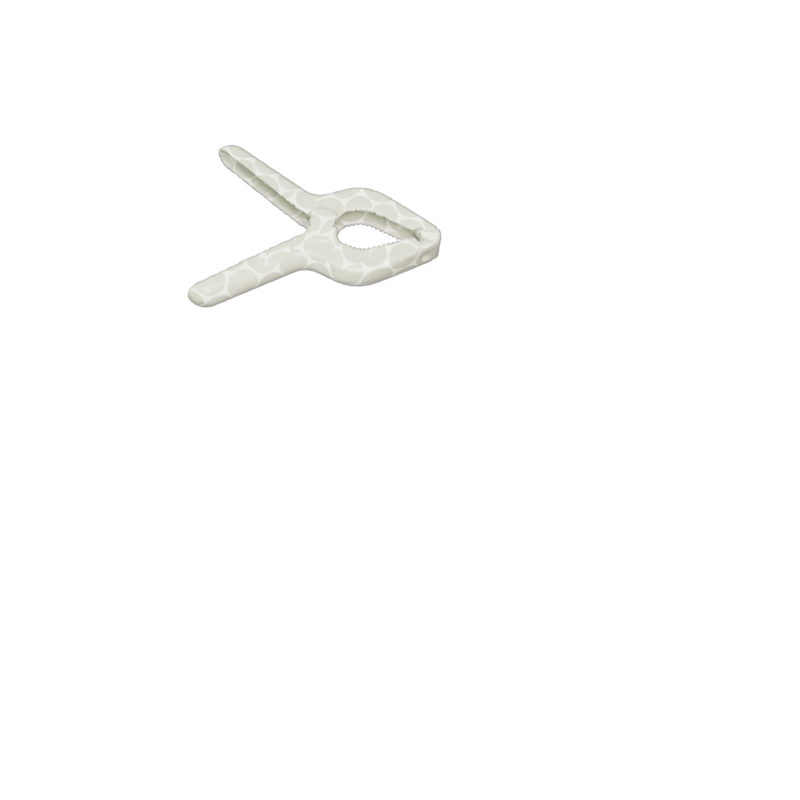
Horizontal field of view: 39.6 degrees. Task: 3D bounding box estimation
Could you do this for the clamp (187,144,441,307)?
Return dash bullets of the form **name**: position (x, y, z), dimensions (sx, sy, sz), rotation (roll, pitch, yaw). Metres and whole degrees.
- **clamp**: position (-0.073, -0.134, 0.938), dimensions (0.213, 0.173, 0.034), rotation (11, -31, 7)
